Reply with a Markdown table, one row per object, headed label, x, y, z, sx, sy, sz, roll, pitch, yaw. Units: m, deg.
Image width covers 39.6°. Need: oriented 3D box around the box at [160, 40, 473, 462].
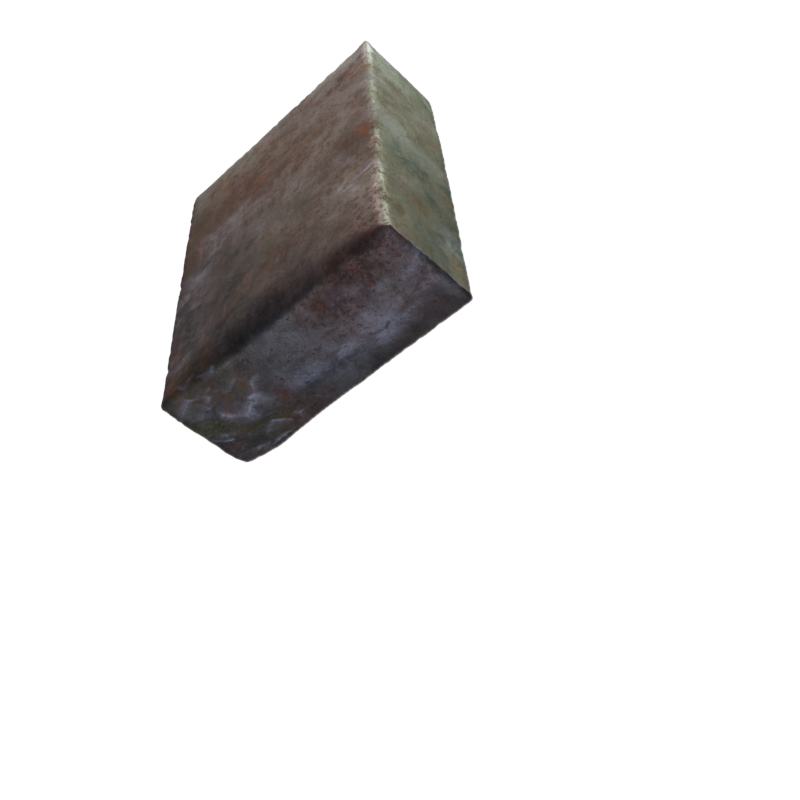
| label | x | y | z | sx | sy | sz | roll | pitch | yaw |
| --- | --- | --- | --- | --- | --- | --- | --- | --- | --- |
| box | -0.050 | -0.092 | 0.642 | 0.162 | 0.229 | 0.068 | -37 | -58 | 23 |
